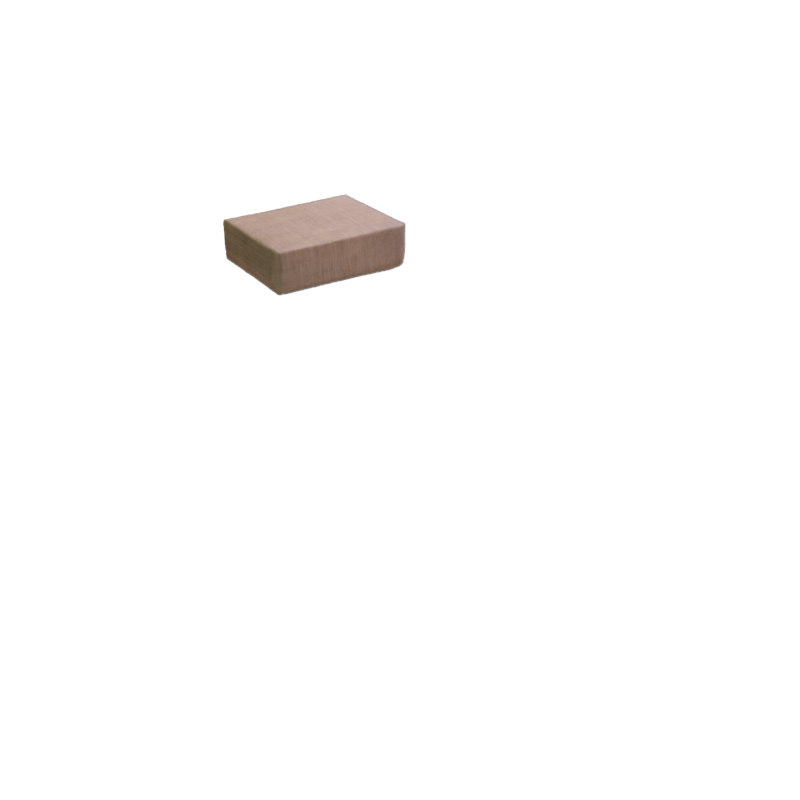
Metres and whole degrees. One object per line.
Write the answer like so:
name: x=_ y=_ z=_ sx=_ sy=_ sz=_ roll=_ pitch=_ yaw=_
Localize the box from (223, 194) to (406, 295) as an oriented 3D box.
box: x=-0.066 y=-0.120 z=0.843 sx=0.111 sy=0.037 sz=0.096 roll=-15 pitch=30 yaw=-28
